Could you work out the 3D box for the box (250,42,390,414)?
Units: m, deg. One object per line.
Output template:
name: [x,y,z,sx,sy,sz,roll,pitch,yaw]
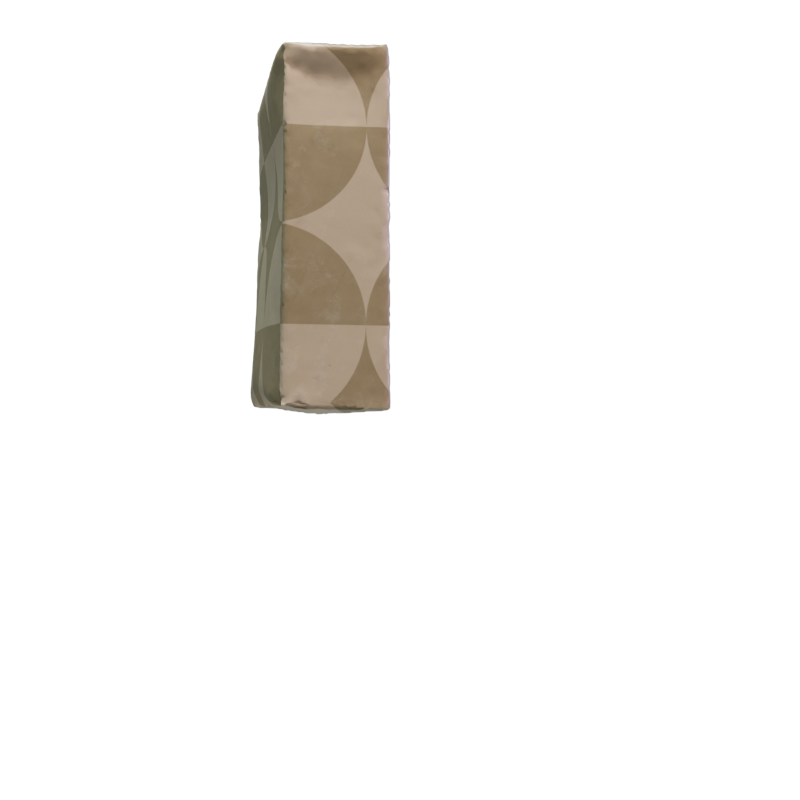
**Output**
box: [-0.055,-0.100,0.703,0.071,0.217,0.164,1,-5,-12]
